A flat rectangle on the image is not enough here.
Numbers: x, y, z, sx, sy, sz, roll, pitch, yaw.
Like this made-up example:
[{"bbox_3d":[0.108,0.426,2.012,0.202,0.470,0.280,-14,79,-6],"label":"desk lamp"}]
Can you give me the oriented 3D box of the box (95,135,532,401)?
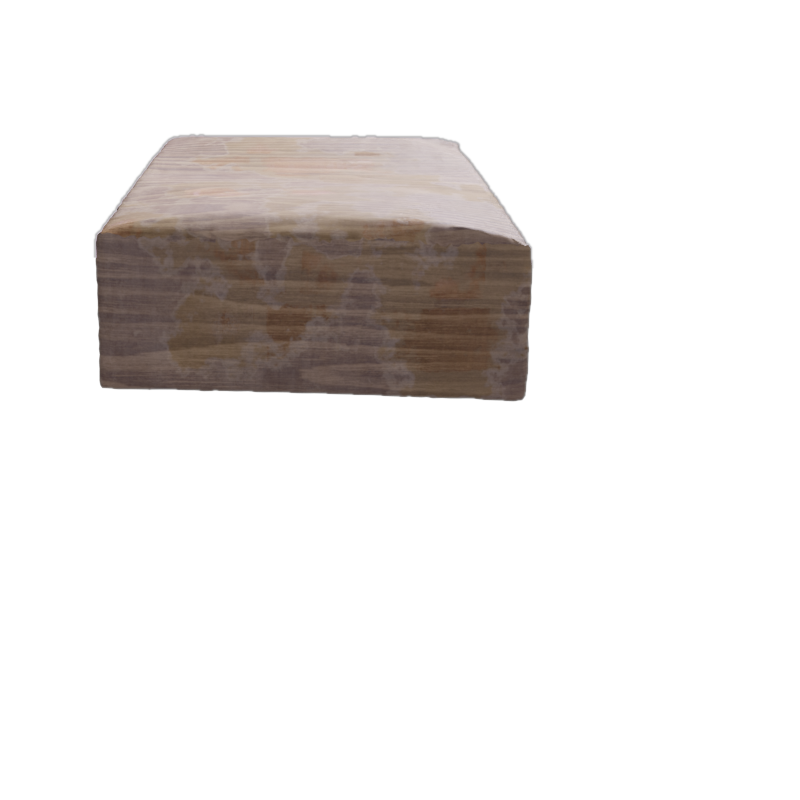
[{"bbox_3d":[-0.040,-0.073,0.511,0.164,0.069,0.224,1,22,-3],"label":"box"}]
